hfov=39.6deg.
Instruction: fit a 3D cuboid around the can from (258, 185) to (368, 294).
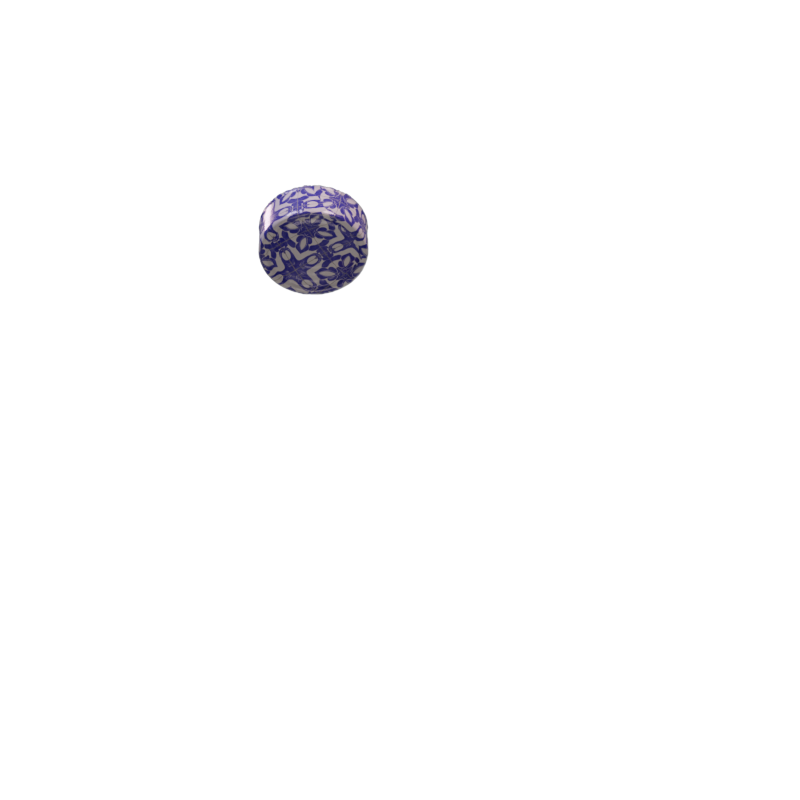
[{"bbox_3d":[-0.067,-0.123,0.858,0.086,0.080,0.036,1,44,-1],"label":"can"}]
